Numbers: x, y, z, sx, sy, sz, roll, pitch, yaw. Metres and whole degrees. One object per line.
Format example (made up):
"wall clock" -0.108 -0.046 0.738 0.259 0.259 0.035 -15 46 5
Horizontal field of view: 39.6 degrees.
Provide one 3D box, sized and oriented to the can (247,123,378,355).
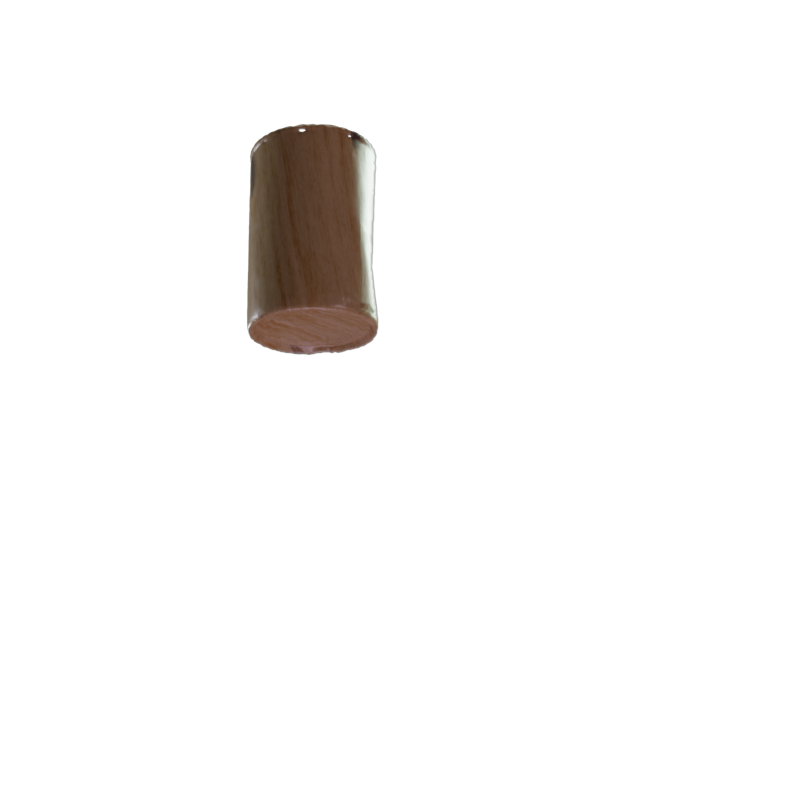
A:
"can" -0.045 -0.082 0.575 0.068 0.108 0.065 0 -23 -2
